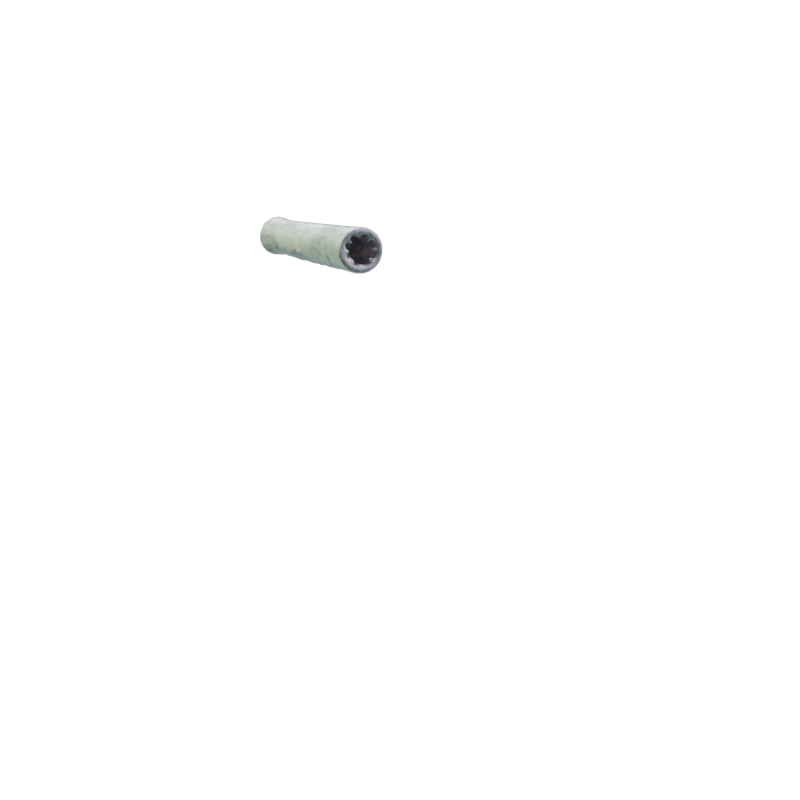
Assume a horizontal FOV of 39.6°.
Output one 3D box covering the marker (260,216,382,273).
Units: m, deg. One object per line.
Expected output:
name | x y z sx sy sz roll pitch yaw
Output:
marker | -0.039 -0.071 0.499 0.019 0.019 0.126 -2 11 -22
